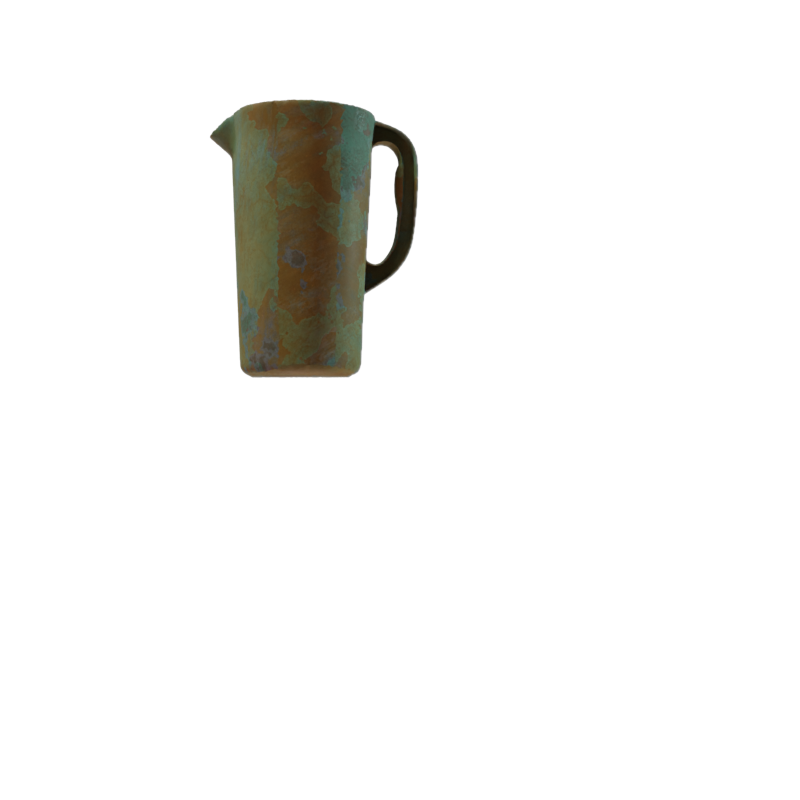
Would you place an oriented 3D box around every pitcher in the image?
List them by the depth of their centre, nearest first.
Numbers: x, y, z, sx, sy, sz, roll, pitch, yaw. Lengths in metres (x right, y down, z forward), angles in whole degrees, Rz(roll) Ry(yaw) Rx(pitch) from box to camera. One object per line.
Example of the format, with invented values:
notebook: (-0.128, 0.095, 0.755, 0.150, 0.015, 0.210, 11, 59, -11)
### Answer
pitcher: (-0.078, -0.143, 0.999, 0.154, 0.247, 0.138, -4, -6, 36)
